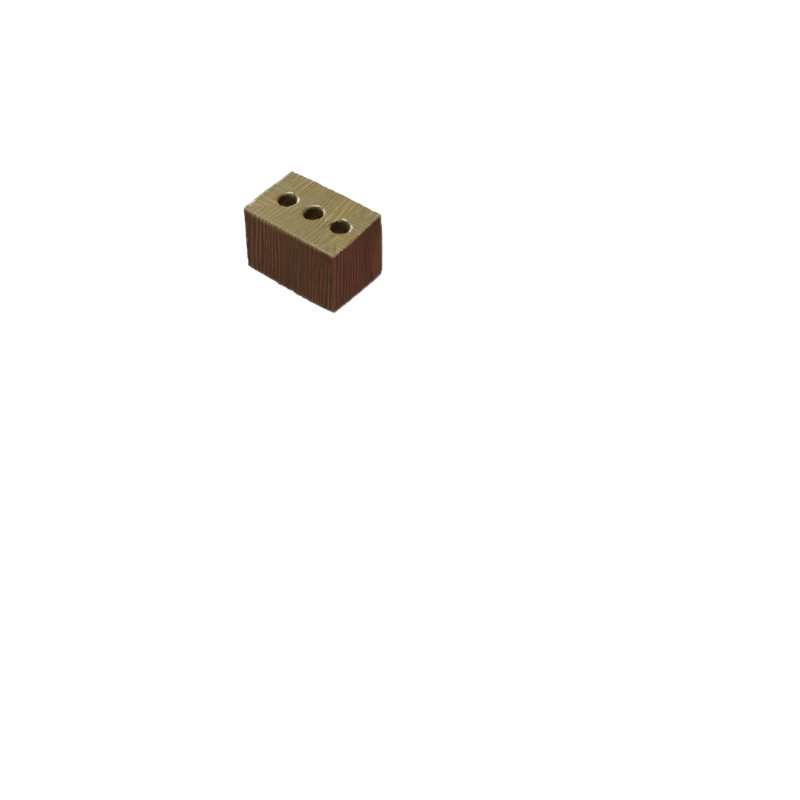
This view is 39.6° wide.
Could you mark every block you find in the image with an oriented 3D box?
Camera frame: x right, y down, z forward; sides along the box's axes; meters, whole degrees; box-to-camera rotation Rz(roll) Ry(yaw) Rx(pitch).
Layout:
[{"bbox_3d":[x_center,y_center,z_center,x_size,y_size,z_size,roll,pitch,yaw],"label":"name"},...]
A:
[{"bbox_3d":[-0.057,-0.104,0.729,0.082,0.048,0.054,29,51,25],"label":"block"}]
